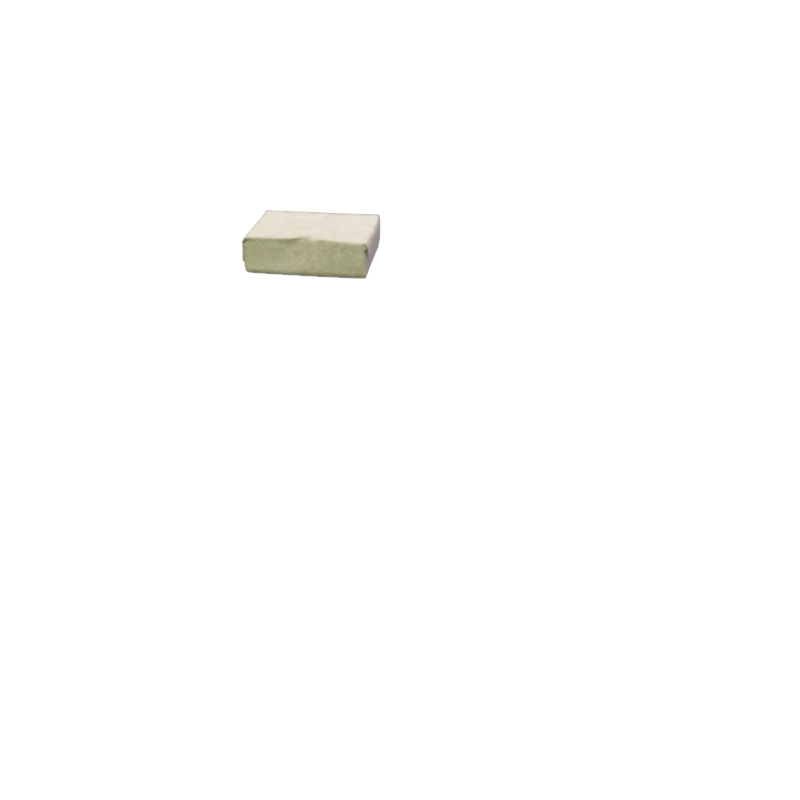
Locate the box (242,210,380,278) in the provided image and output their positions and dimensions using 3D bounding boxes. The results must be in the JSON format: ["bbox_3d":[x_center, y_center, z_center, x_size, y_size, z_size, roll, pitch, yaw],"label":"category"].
[{"bbox_3d":[-0.063,-0.114,0.800,0.090,0.029,0.076,4,23,8],"label":"box"}]
